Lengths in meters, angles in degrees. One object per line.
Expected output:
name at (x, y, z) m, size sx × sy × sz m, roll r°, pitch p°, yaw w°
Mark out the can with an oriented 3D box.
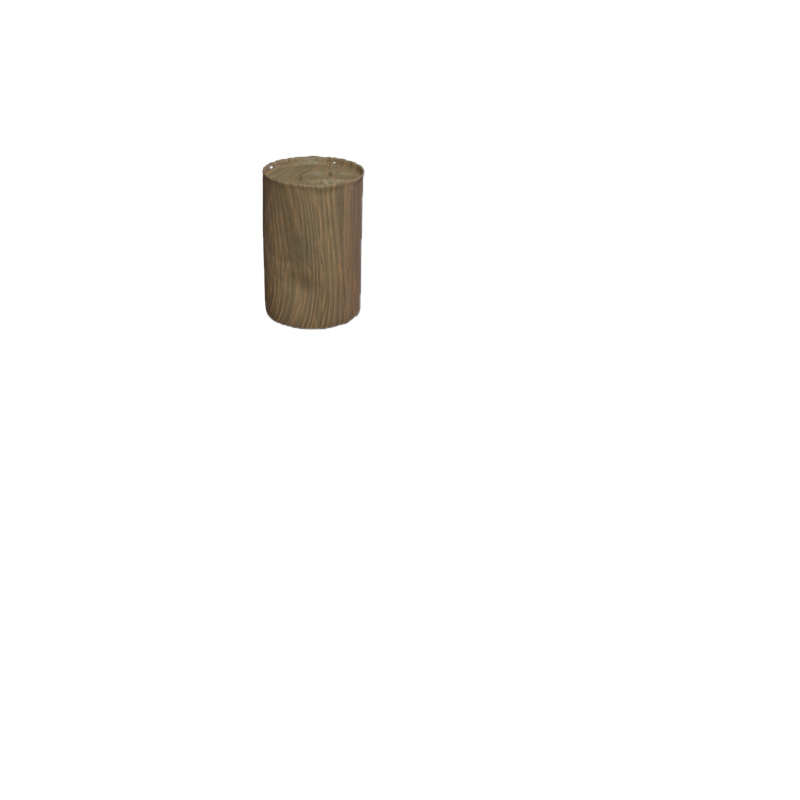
can at (-0.059, -0.107, 0.749) m, size 0.068 × 0.097 × 0.072 m, roll 0°, pitch 23°, yaw -2°
